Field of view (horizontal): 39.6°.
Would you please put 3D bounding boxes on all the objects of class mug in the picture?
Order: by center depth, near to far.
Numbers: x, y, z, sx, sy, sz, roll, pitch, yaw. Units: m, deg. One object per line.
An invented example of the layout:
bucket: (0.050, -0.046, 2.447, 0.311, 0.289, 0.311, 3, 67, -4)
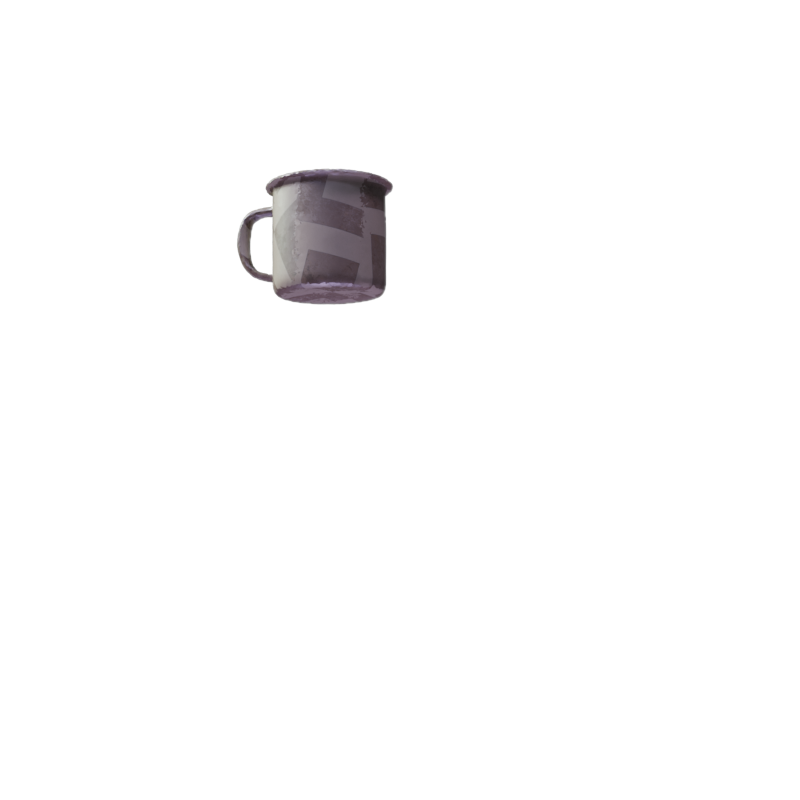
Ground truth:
mug: (-0.063, -0.115, 0.803, 0.119, 0.084, 0.089, -2, -9, 14)
